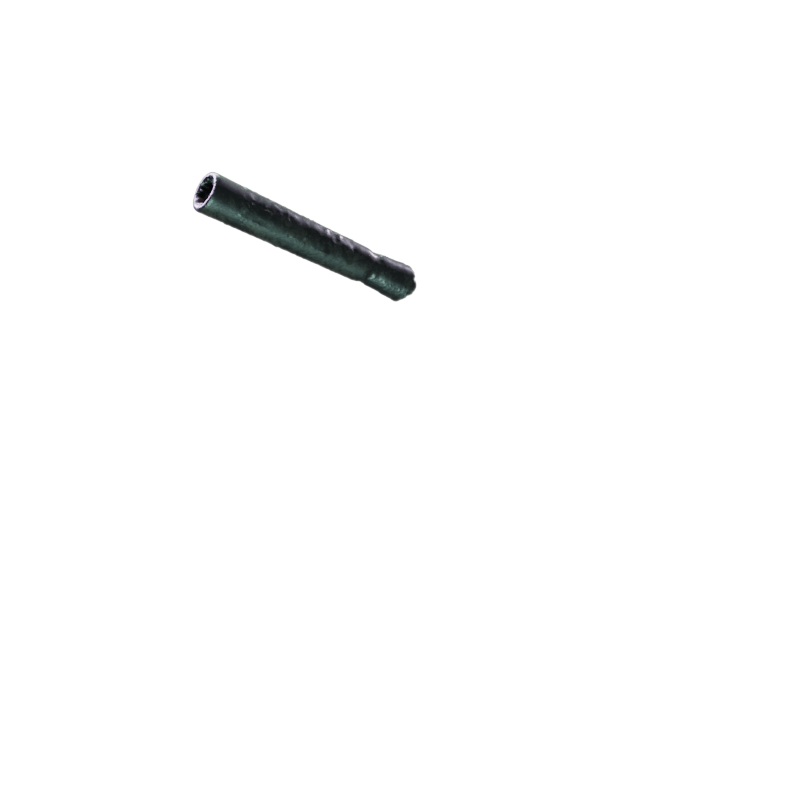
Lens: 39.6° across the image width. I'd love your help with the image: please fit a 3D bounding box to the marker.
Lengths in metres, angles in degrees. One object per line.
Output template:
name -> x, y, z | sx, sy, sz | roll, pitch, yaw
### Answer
marker -> -0.040, -0.073, 0.511 | 0.114, 0.020, 0.020 | 22, -9, -32
